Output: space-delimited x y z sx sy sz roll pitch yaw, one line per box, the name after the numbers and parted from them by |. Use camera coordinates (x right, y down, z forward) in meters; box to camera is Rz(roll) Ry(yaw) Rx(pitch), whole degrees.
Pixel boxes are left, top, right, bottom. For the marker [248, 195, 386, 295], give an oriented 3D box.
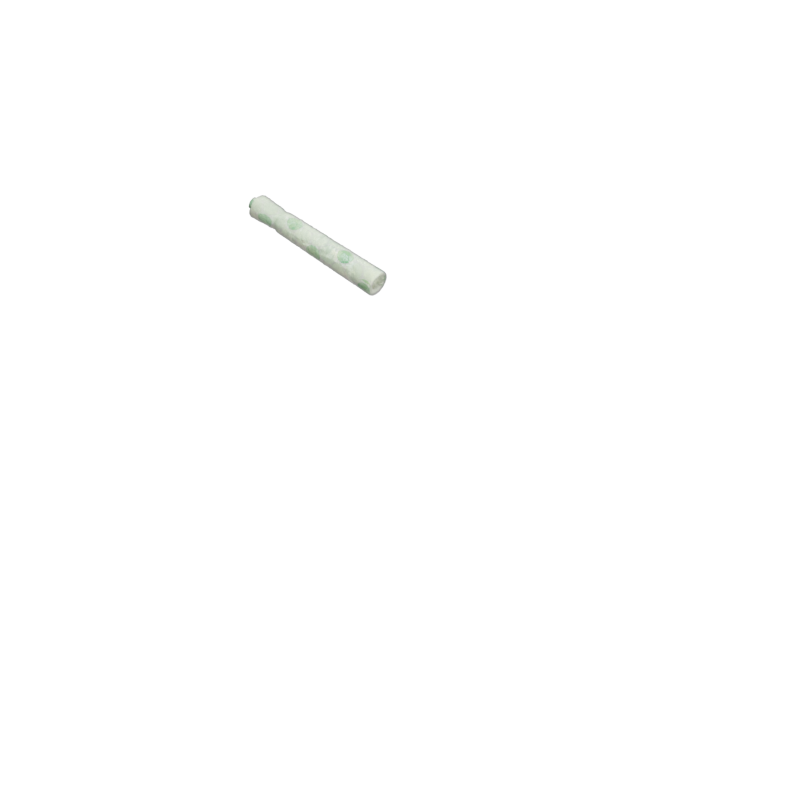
-0.061 -0.111 0.781 0.128 0.019 0.019 35 21 27 | marker
